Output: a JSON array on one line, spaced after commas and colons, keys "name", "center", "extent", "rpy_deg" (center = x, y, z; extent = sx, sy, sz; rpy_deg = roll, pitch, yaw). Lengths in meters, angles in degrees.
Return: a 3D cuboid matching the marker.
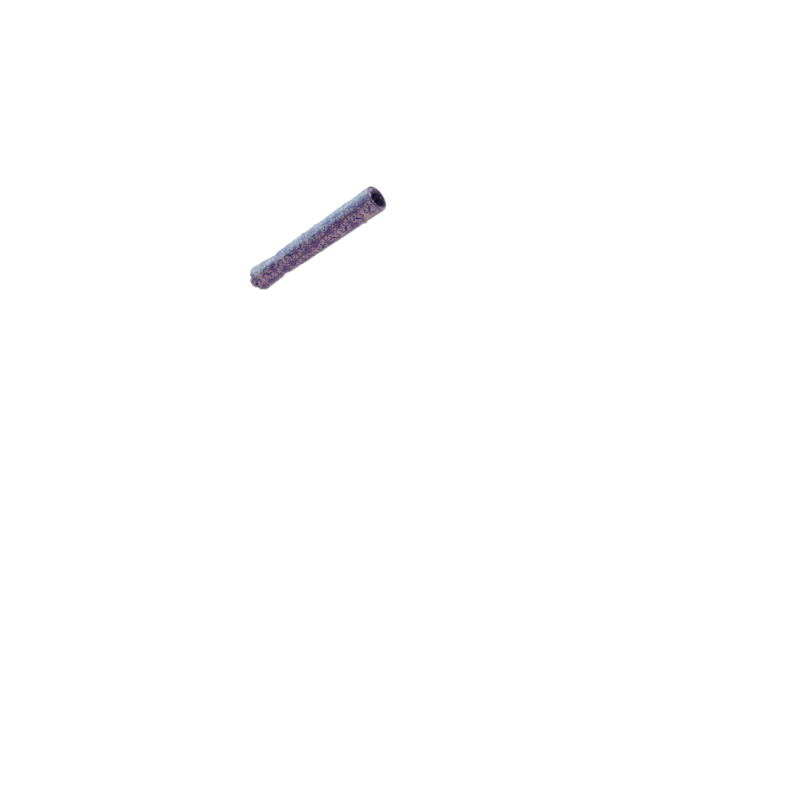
[{"name": "marker", "center": [-0.060, -0.109, 0.764], "extent": [0.120, 0.020, 0.019], "rpy_deg": [-29, -13, 32]}]
